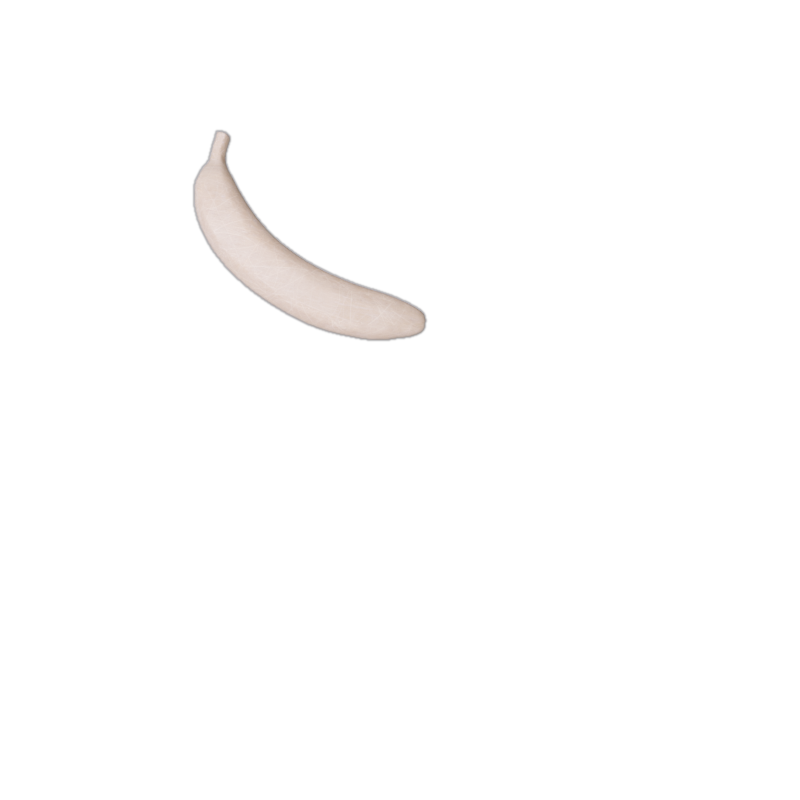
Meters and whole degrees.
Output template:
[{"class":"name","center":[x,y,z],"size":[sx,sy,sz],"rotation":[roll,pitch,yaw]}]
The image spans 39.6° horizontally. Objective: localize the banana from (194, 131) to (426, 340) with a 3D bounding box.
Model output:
[{"class":"banana","center":[-0.074,-0.096,0.748],"size":[0.200,0.070,0.036],"rotation":[43,-5,5]}]
